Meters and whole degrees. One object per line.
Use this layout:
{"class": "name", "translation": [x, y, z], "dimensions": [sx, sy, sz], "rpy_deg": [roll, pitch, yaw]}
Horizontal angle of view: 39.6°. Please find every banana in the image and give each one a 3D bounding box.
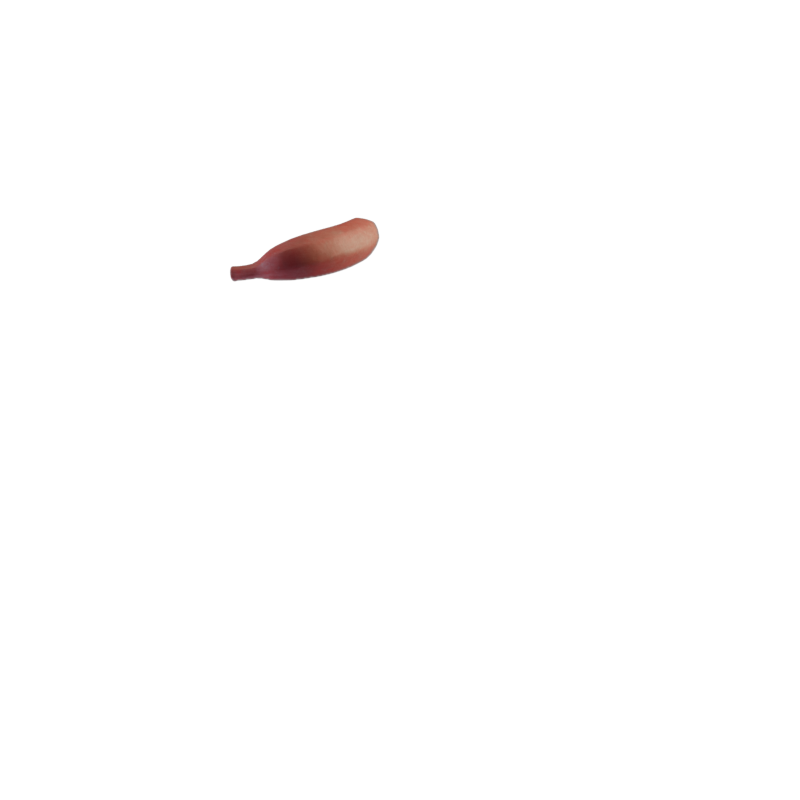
{"class": "banana", "translation": [-0.062, -0.134, 0.955], "dimensions": [0.073, 0.035, 0.196], "rpy_deg": [10, 21, 29]}
